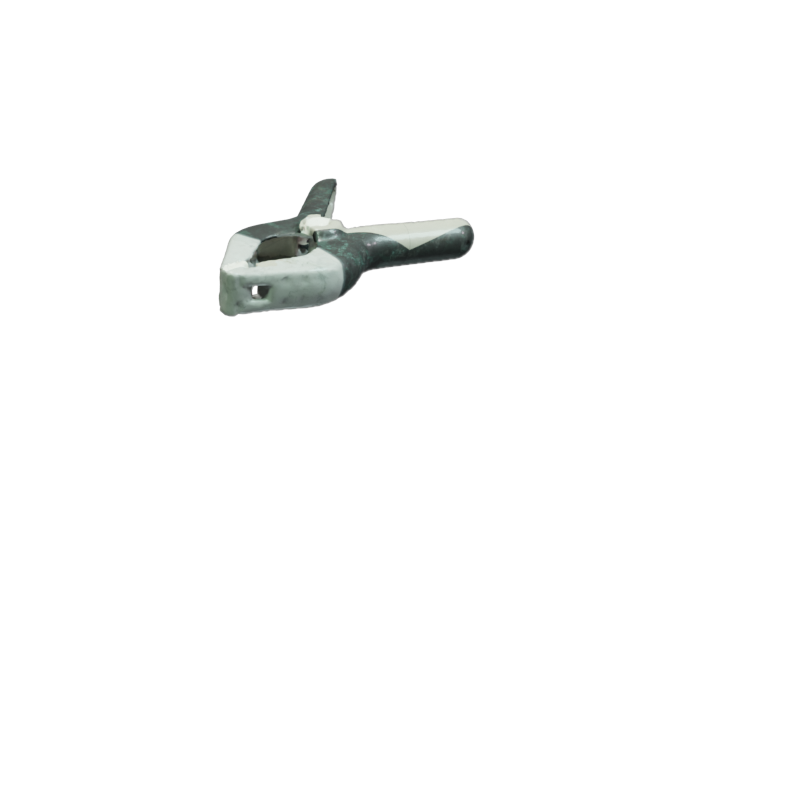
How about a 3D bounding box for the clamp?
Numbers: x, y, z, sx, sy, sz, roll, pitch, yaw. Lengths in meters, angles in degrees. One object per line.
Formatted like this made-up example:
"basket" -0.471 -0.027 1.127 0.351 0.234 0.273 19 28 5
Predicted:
"clamp" -0.052 -0.095 0.665 0.169 0.037 0.128 -22 32 -40
